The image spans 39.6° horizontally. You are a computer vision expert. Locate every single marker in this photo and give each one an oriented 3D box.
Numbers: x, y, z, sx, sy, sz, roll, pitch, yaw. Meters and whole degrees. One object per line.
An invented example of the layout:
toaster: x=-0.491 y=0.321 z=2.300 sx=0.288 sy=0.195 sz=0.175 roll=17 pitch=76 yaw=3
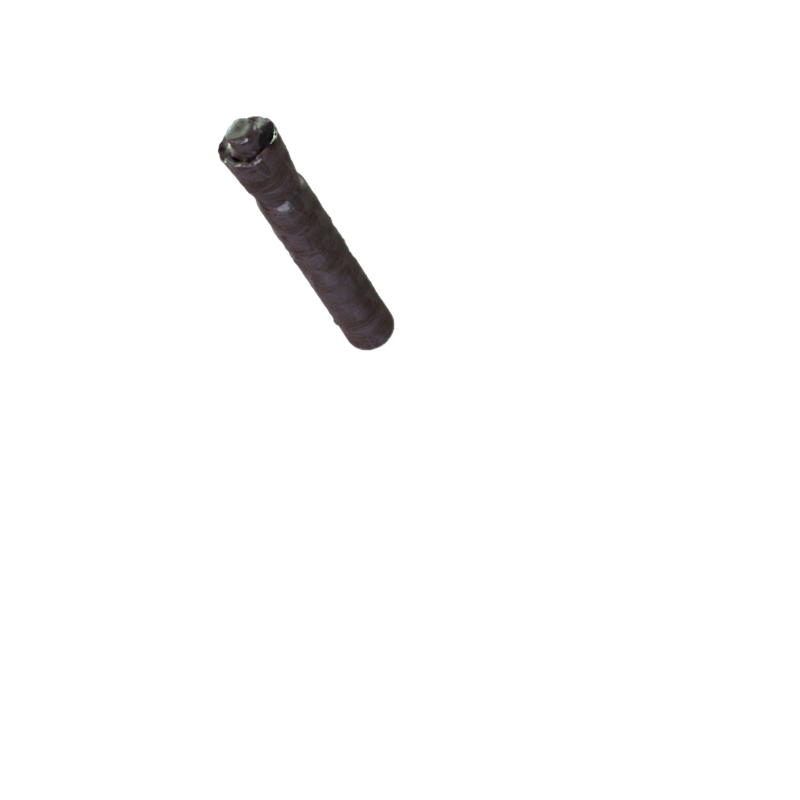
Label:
marker: x=-0.028 y=-0.052 z=0.364 sx=0.020 sy=0.021 sz=0.112 roll=2 pitch=-27 yaw=22
